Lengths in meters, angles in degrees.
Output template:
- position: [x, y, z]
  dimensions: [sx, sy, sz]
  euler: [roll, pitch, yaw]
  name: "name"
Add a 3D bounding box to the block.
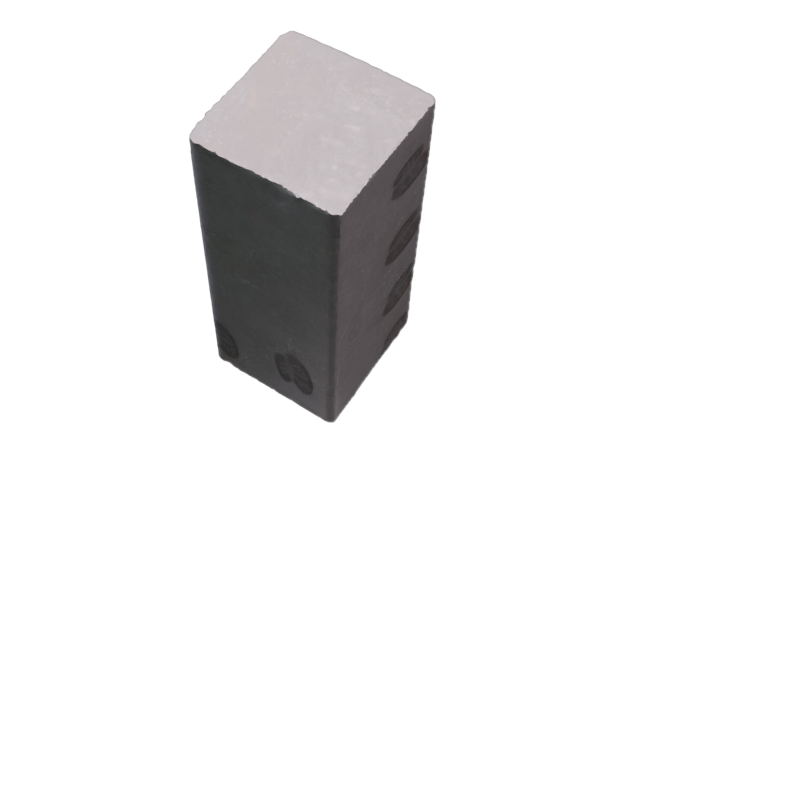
- position: [-0.048, -0.088, 0.613]
  dimensions: [0.093, 0.093, 0.193]
  euler: [29, -28, 13]
  name: "block"
